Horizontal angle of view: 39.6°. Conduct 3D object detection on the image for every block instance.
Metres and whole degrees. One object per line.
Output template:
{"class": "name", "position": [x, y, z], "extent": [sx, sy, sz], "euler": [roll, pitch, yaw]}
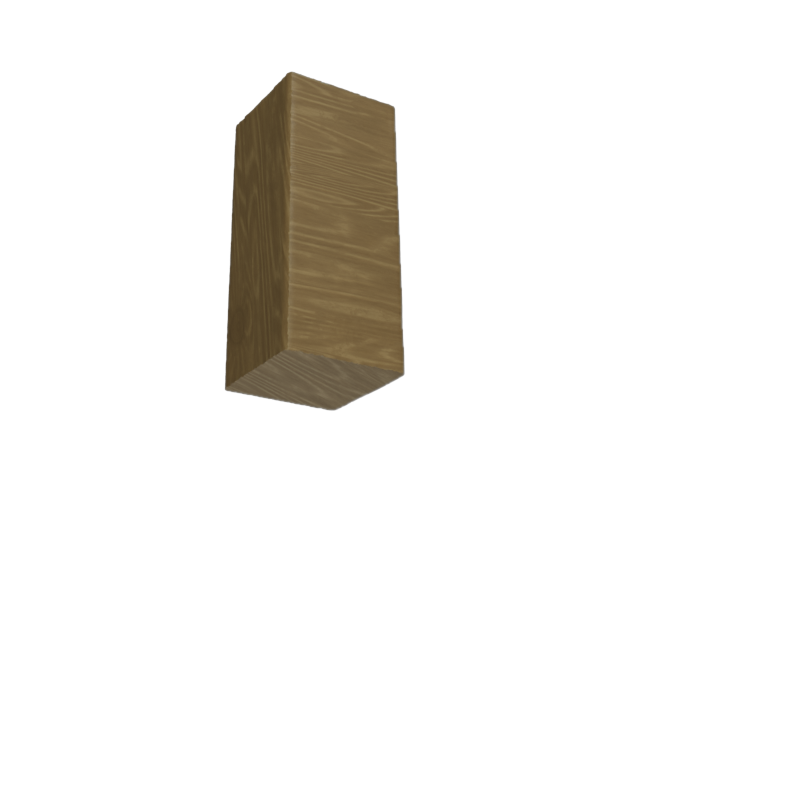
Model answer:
{"class": "block", "position": [-0.060, -0.110, 0.770], "extent": [0.086, 0.218, 0.089], "euler": [14, -29, -30]}
